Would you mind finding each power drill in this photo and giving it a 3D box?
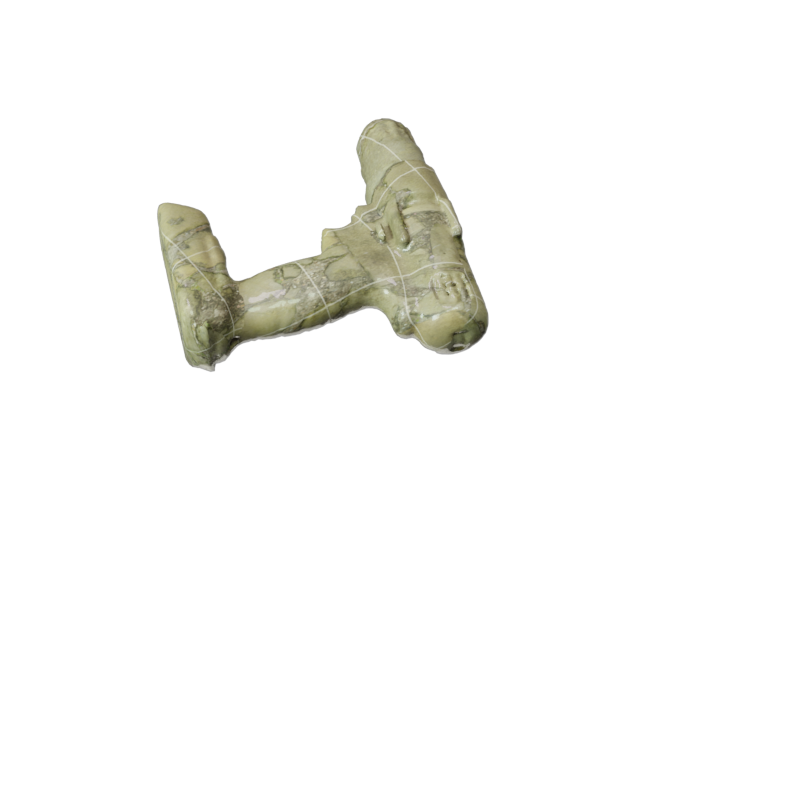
[{"bbox_3d":[-0.055,-0.100,0.699,0.186,0.199,0.053,-12,-37,-9],"label":"power drill"}]
